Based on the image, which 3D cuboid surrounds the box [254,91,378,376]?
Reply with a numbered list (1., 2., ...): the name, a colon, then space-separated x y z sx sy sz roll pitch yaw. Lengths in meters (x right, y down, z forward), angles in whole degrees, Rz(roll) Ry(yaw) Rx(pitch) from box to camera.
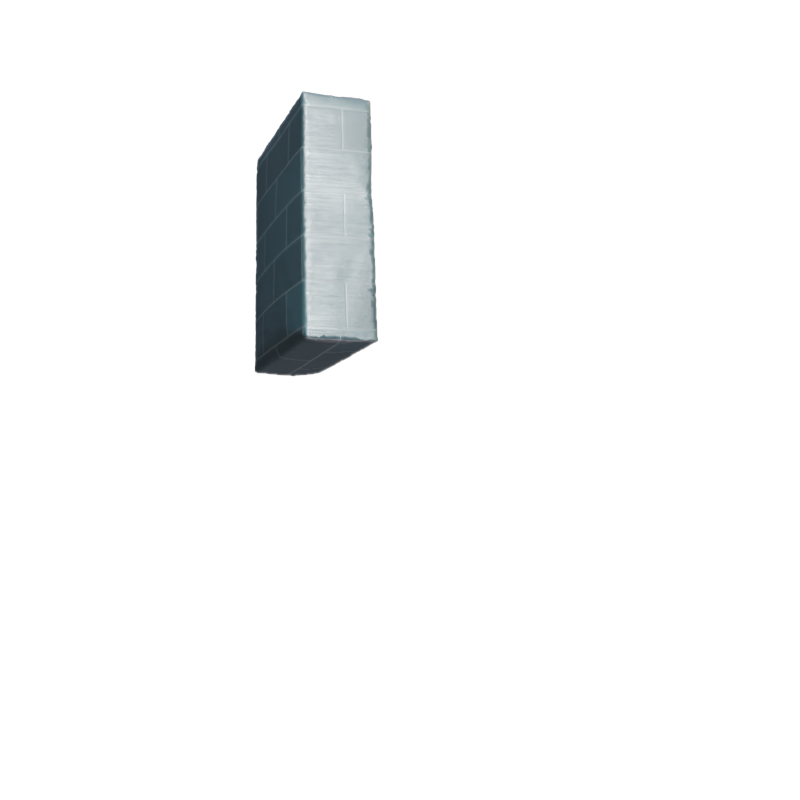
1. box: -0.077 -0.140 0.980 0.070 0.222 0.163 5 -15 -20
